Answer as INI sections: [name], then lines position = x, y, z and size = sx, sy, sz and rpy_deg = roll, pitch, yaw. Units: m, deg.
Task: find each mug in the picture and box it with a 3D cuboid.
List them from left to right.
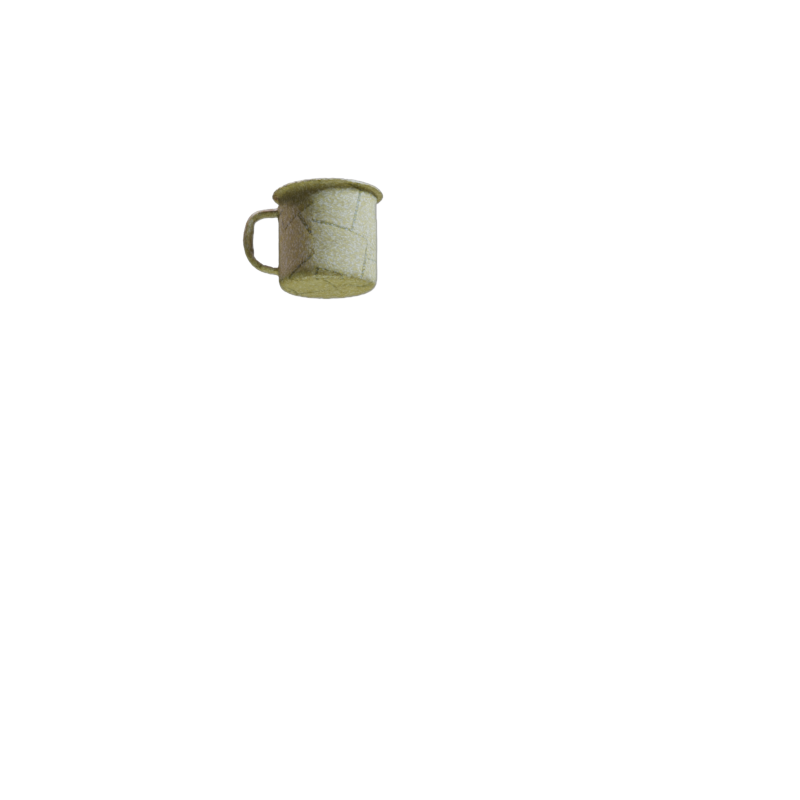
[mug]
position = -0.072, -0.131, 0.920
size = 0.117, 0.084, 0.091
rpy_deg = 0, -11, -3
